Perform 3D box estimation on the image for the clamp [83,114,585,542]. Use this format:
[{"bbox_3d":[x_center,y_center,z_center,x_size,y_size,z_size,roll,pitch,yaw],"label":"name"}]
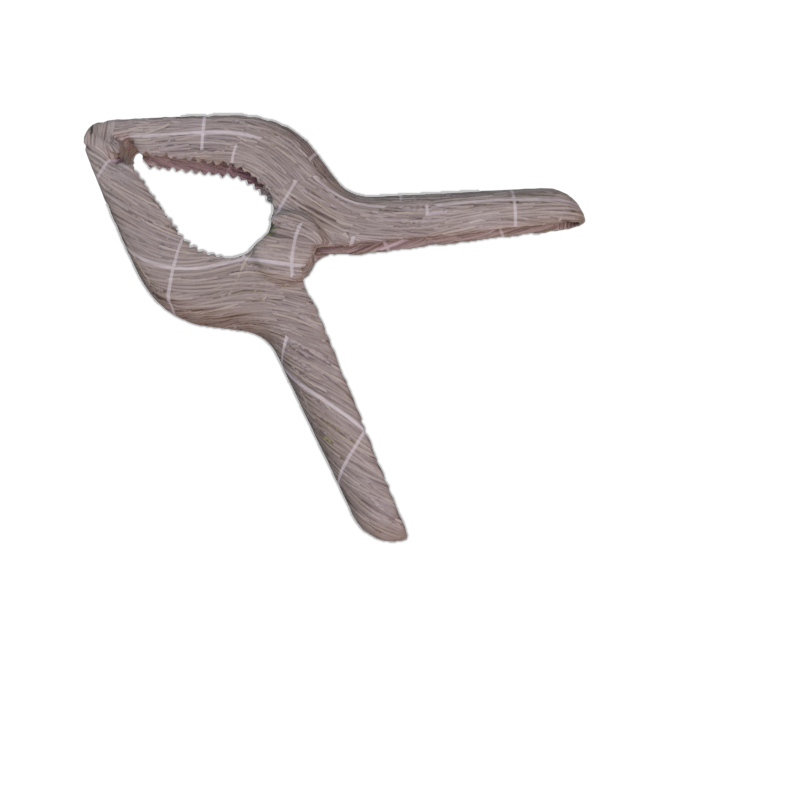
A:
[{"bbox_3d":[-0.037,-0.068,0.475,0.214,0.166,0.035,37,-10,8],"label":"clamp"}]
